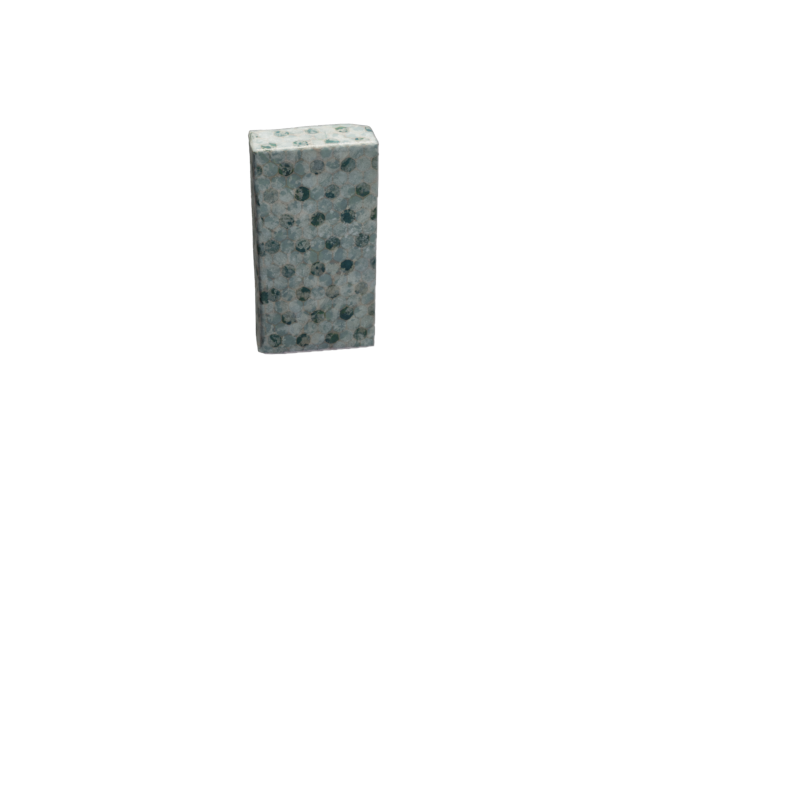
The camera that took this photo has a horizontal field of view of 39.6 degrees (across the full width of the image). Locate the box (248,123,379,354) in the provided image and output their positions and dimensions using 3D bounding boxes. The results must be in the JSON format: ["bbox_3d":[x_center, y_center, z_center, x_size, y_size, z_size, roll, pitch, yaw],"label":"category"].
[{"bbox_3d":[-0.065,-0.120,0.838,0.092,0.166,0.051,-3,29,-9],"label":"box"}]
